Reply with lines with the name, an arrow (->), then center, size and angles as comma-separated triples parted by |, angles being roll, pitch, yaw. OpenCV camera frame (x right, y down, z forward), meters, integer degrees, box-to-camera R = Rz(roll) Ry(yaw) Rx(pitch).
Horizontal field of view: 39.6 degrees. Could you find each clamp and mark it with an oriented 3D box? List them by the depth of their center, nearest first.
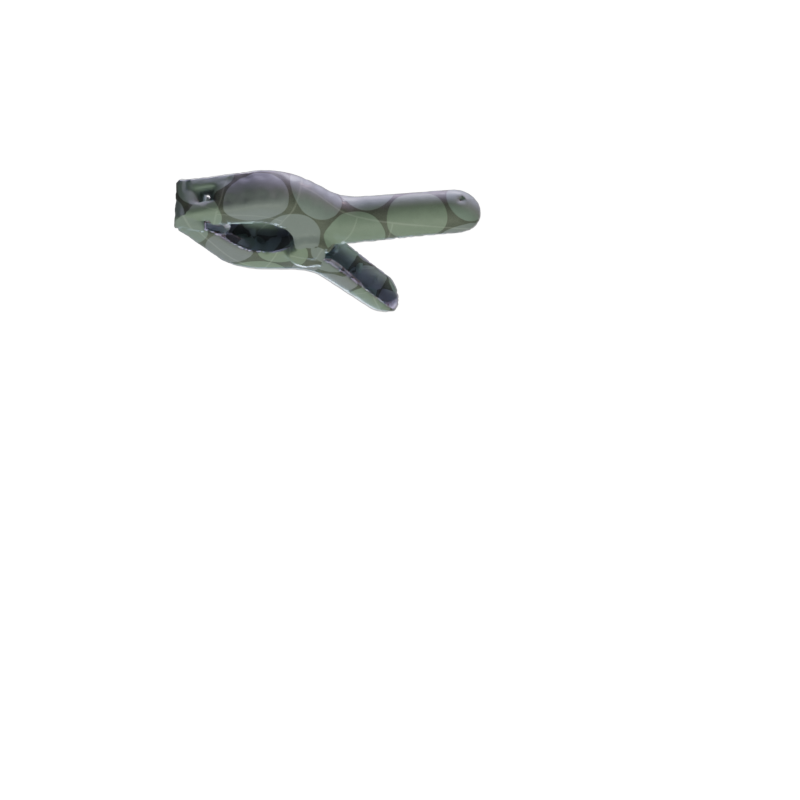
clamp -> -0.051, -0.094, 0.656 | 0.168, 0.042, 0.114 | 8, -35, -12
